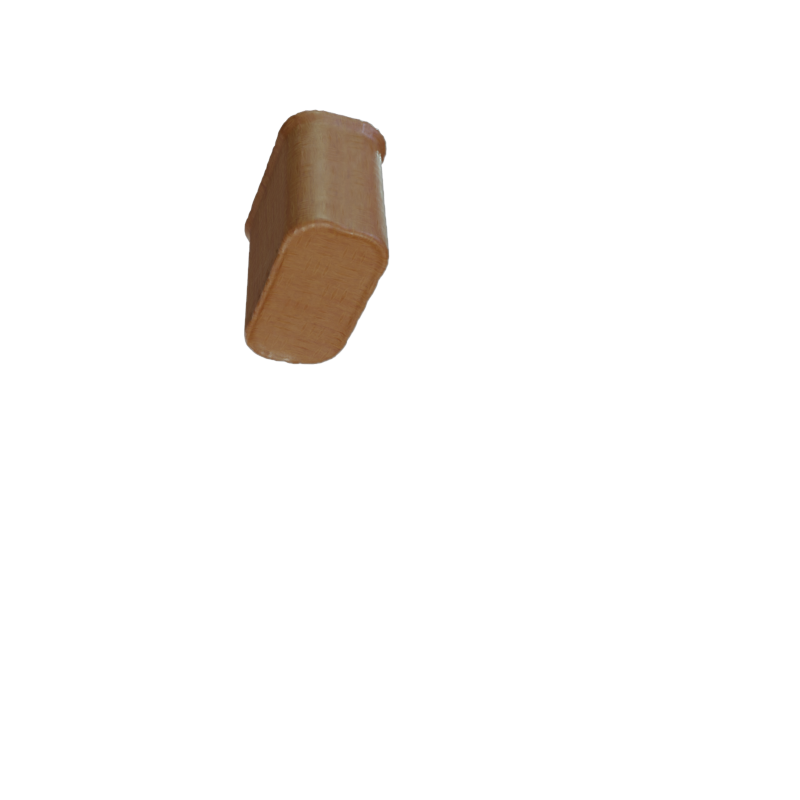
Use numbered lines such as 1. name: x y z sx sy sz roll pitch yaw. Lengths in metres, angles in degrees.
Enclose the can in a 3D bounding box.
1. can: -0.044 -0.080 0.559 0.056 0.090 0.097 13 -46 -16
